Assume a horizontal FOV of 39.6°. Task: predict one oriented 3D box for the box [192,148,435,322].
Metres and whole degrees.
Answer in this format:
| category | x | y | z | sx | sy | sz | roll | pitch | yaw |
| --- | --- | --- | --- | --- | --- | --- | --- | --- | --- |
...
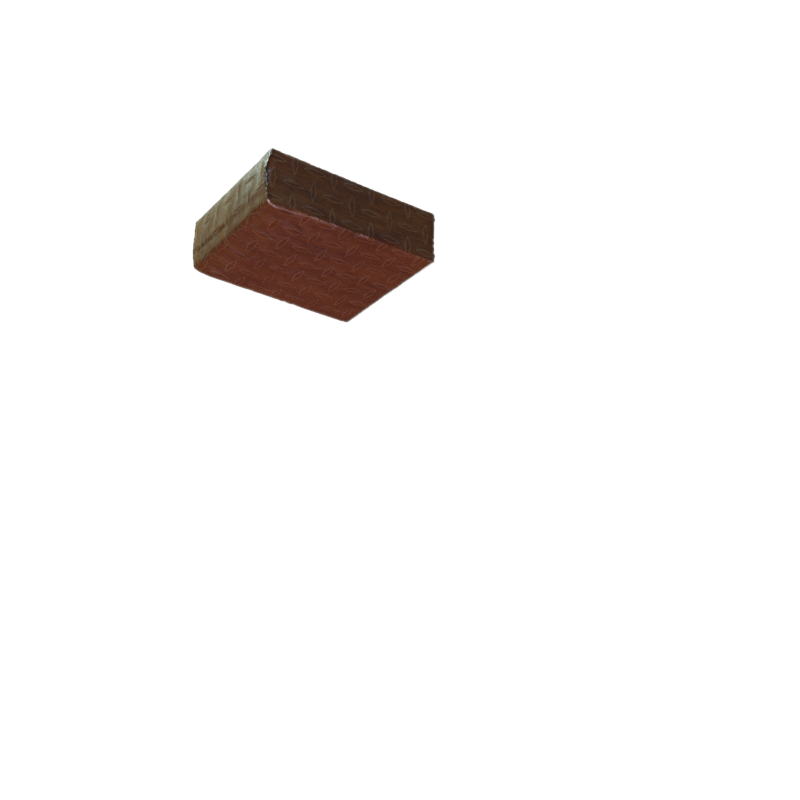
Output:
| category | x | y | z | sx | sy | sz | roll | pitch | yaw |
| --- | --- | --- | --- | --- | --- | --- | --- | --- | --- |
| box | -0.050 | -0.091 | 0.637 | 0.108 | 0.041 | 0.089 | 17 | -32 | -30 |
